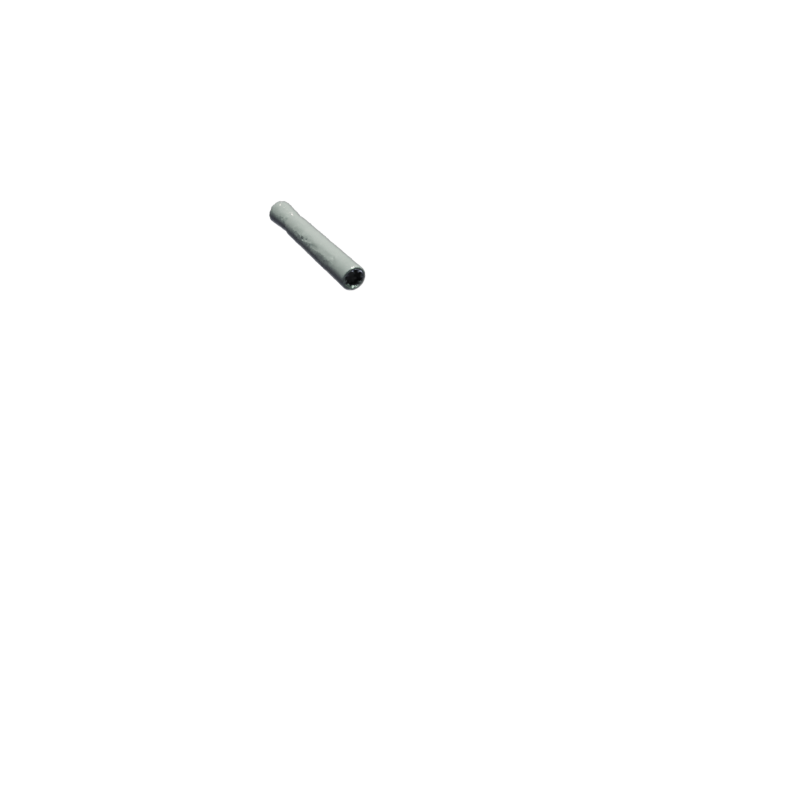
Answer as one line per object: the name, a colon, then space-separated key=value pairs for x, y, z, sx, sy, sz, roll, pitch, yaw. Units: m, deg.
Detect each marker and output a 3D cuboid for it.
marker: x=-0.063 y=-0.115 z=0.806 sx=0.019 sy=0.019 sz=0.130 roll=-2 pitch=31 yaw=-33
